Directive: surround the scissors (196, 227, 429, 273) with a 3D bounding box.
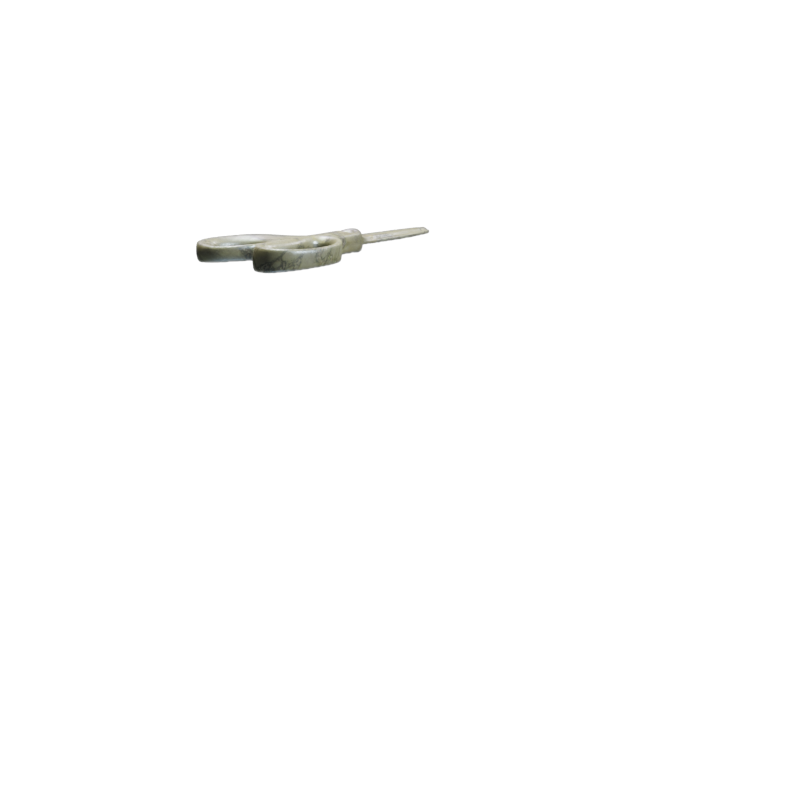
[{"bbox_3d":[-0.055,-0.100,0.699,0.099,0.015,0.201,4,14,17],"label":"scissors"}]
